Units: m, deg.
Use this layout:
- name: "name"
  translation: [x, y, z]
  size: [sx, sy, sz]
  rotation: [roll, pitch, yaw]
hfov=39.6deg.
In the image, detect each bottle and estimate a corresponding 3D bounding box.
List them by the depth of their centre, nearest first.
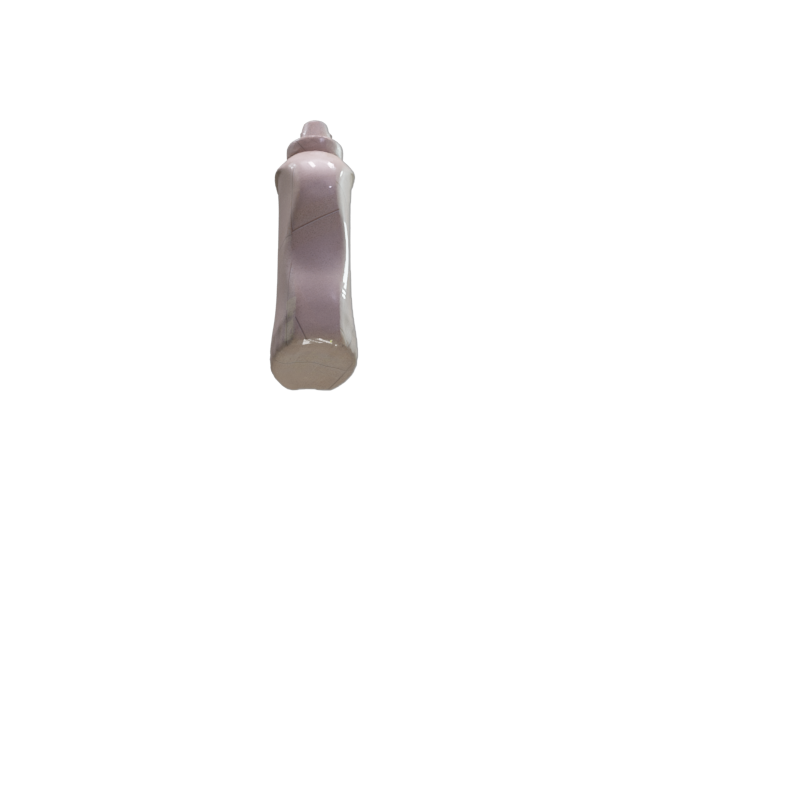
- name: "bottle"
  translation: [-0.060, -0.110, 0.771]
  size: [0.058, 0.203, 0.091]
  rotation: [0, -25, -5]
